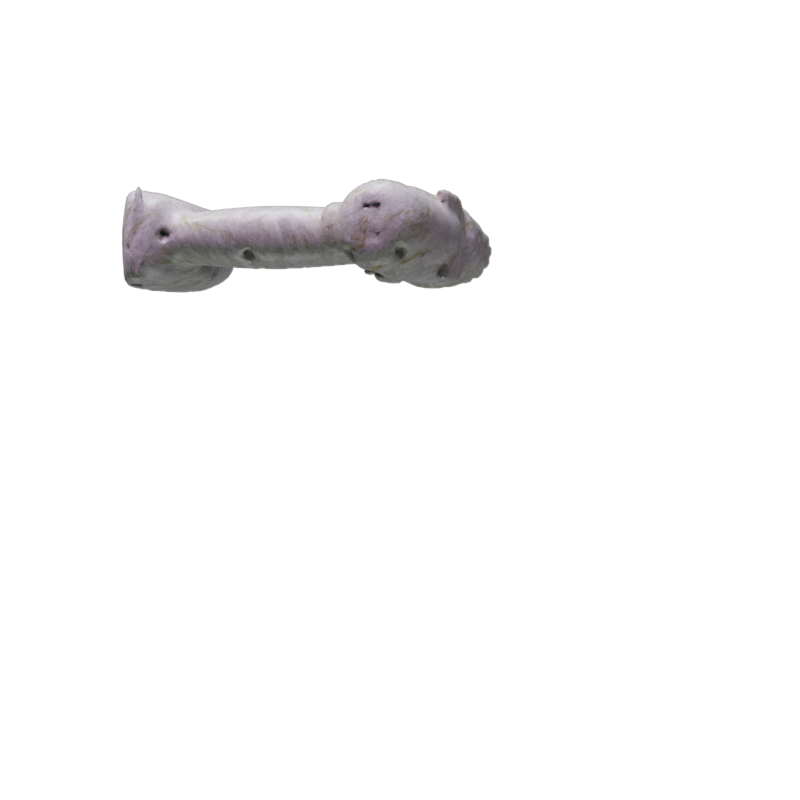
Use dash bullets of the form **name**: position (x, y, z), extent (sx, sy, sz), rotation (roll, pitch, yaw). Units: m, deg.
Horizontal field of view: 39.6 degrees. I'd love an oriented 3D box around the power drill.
- **power drill**: position (-0.050, -0.092, 0.641), extent (0.192, 0.058, 0.178), rotation (0, 0, 20)
